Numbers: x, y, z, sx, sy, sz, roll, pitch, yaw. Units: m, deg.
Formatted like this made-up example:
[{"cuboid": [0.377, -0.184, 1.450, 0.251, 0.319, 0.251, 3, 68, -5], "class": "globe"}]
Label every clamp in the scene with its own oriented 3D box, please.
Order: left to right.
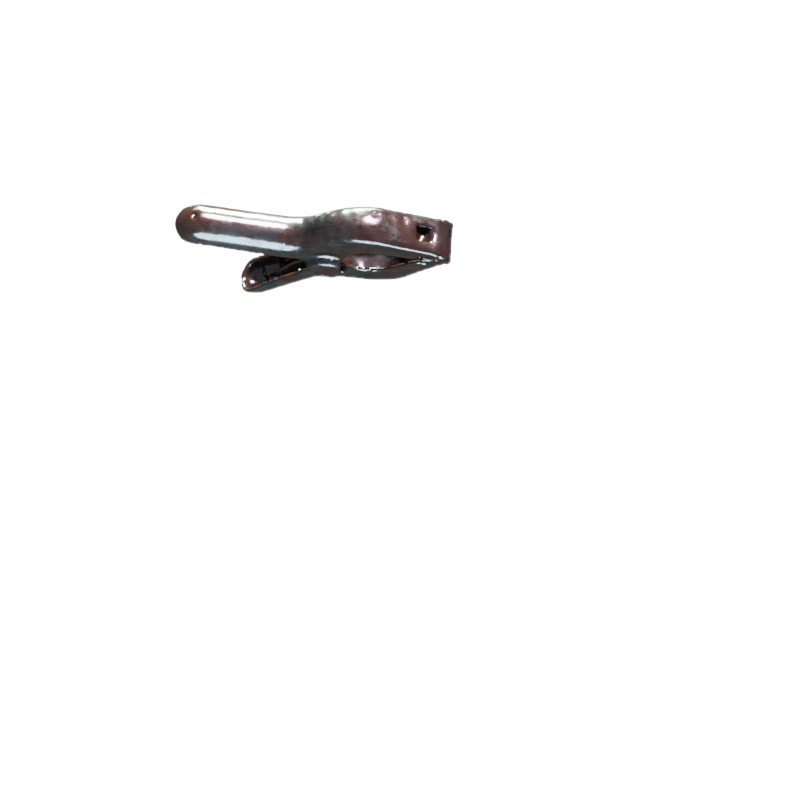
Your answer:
[{"cuboid": [-0.056, -0.102, 0.713, 0.176, 0.040, 0.114, -5, -11, 26], "class": "clamp"}]
